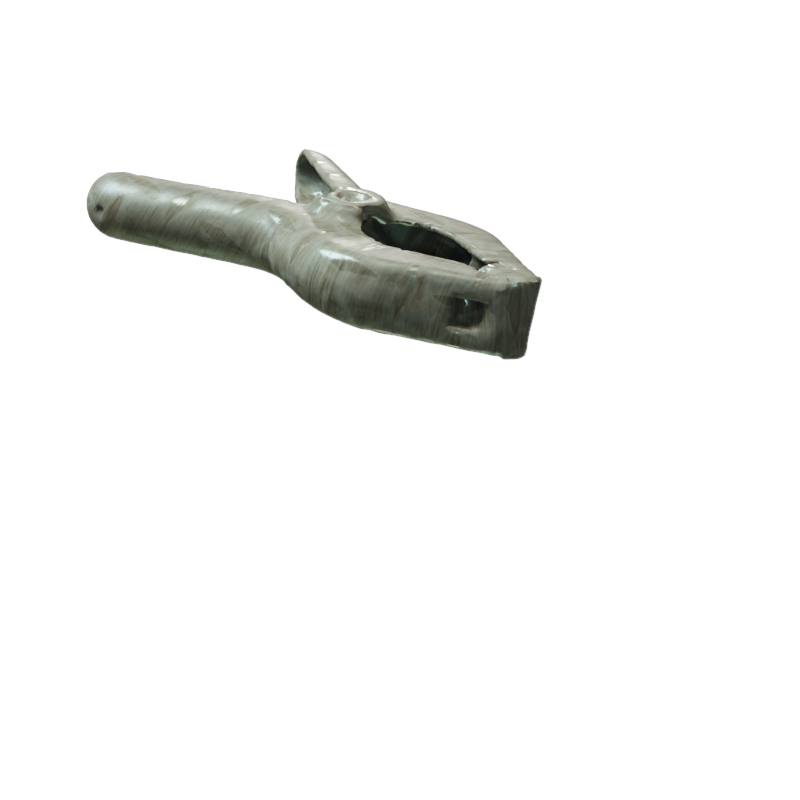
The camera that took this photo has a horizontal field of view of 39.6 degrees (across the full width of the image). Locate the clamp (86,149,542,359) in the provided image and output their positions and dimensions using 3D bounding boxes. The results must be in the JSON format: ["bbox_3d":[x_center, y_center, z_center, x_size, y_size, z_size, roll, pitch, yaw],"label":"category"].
[{"bbox_3d":[-0.031,-0.057,0.399,0.118,0.037,0.183,-18,31,-32],"label":"clamp"}]
